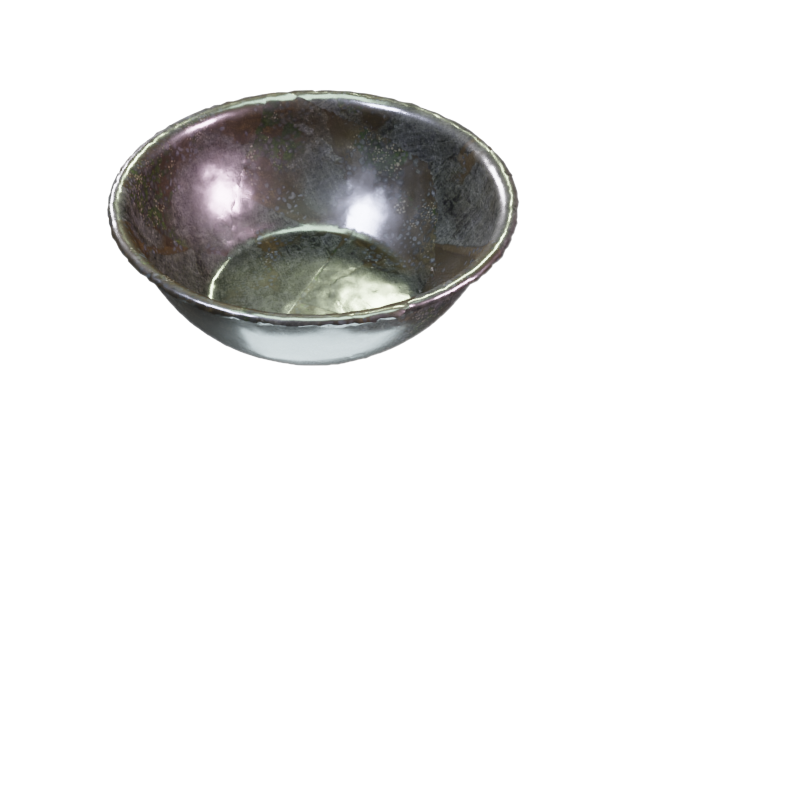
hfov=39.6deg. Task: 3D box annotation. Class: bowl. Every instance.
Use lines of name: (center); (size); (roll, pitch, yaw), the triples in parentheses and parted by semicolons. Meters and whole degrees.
bowl: (-0.035, -0.065, 0.453); (0.162, 0.051, 0.174); (-1, 42, -2)
